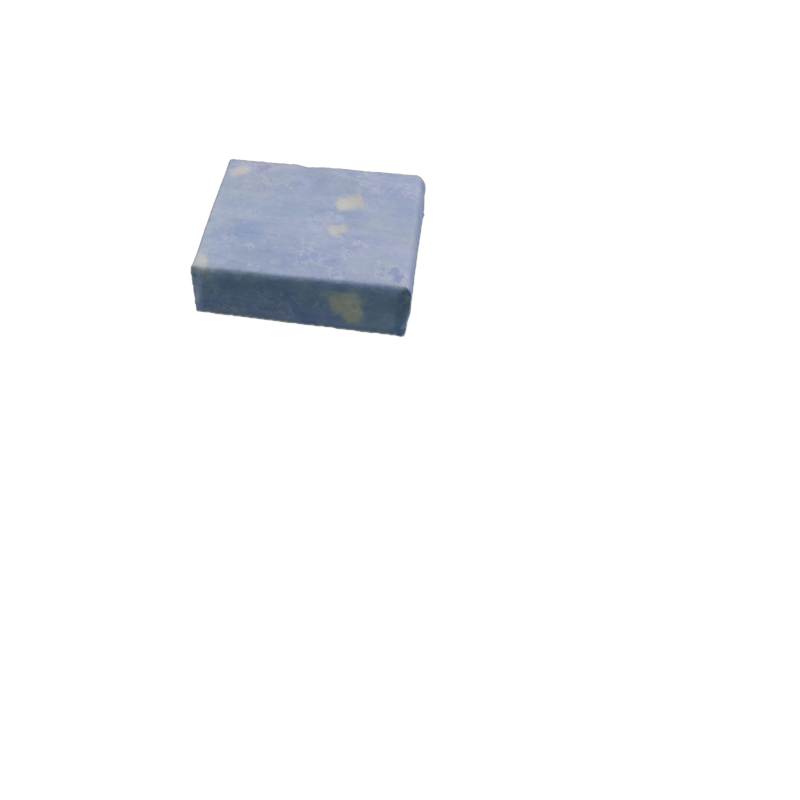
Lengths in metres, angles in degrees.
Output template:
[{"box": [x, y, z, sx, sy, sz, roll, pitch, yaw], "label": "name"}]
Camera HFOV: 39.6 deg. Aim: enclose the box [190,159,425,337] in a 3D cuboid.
[{"box": [-0.036, -0.067, 0.468, 0.090, 0.028, 0.078, 6, 45, 5], "label": "box"}]
